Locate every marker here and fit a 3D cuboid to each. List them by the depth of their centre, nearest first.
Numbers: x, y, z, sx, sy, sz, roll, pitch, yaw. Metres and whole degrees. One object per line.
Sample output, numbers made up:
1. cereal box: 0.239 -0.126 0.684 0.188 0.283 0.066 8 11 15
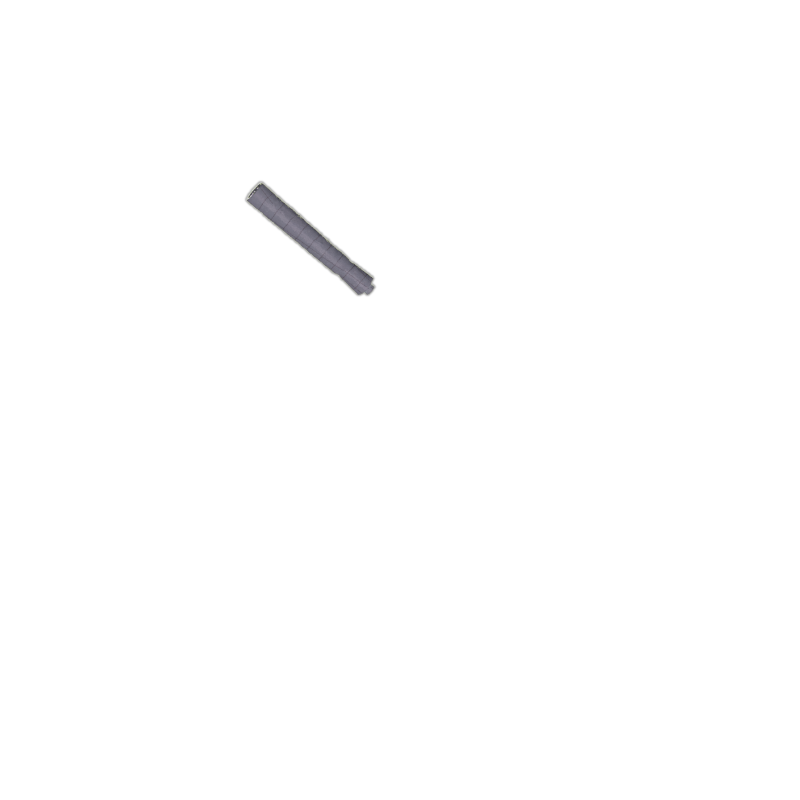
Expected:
1. marker: -0.066 -0.121 0.849 0.117 0.020 0.020 40 -8 -12
